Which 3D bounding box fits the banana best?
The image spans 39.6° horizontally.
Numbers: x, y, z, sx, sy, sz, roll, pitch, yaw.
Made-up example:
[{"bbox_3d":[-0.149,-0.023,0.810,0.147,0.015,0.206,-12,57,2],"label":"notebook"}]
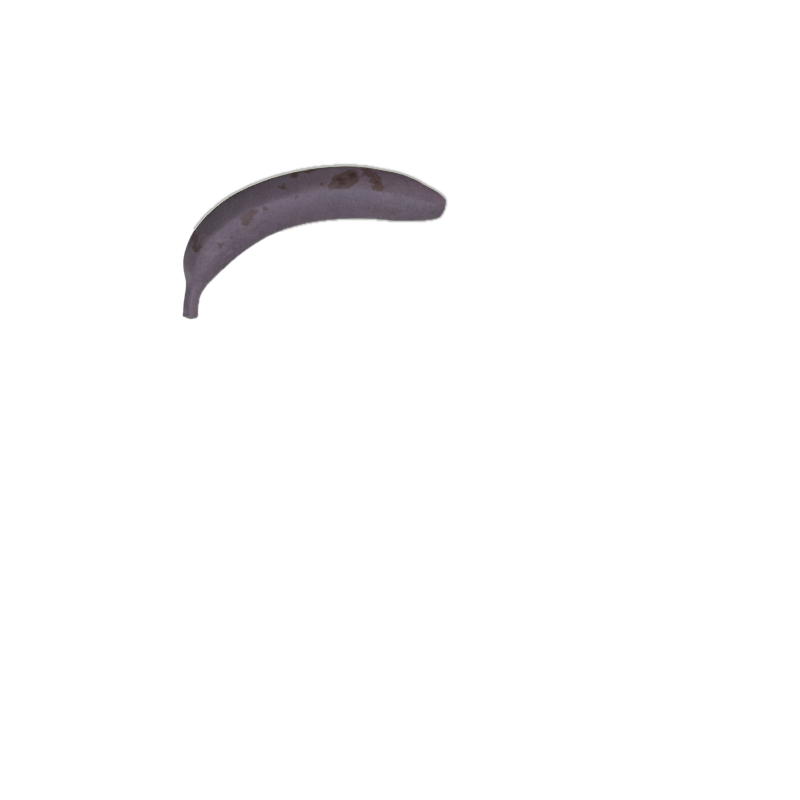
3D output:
[{"bbox_3d":[-0.070,-0.123,0.761,0.198,0.066,0.038,-21,19,7],"label":"banana"}]
